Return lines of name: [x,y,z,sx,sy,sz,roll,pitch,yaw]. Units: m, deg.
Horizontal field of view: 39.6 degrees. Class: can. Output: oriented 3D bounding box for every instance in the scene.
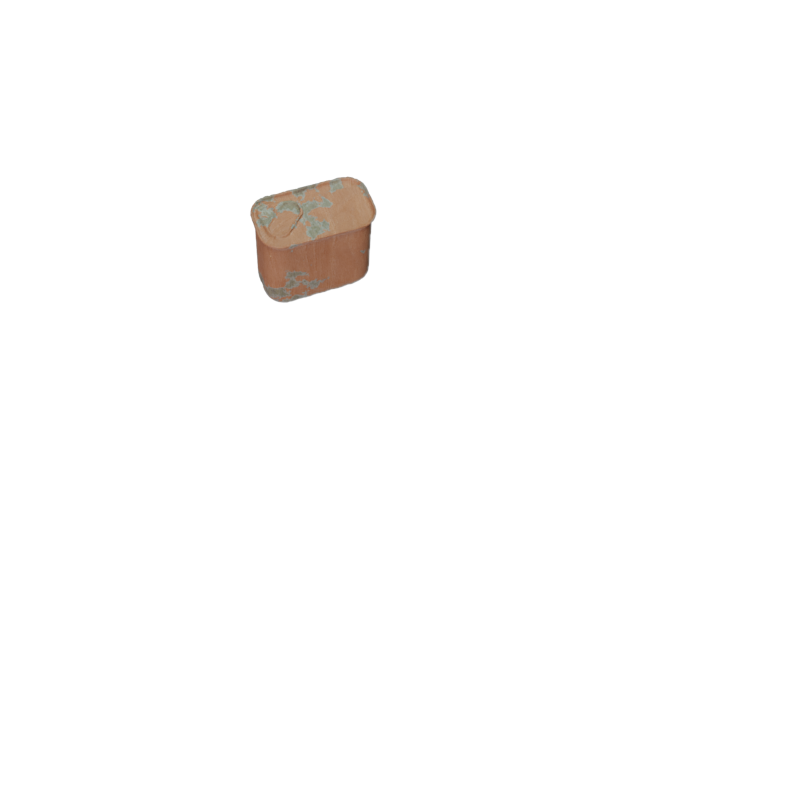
can: [-0.074,-0.136,0.950,0.101,0.062,0.078,-16,-31,-12]
